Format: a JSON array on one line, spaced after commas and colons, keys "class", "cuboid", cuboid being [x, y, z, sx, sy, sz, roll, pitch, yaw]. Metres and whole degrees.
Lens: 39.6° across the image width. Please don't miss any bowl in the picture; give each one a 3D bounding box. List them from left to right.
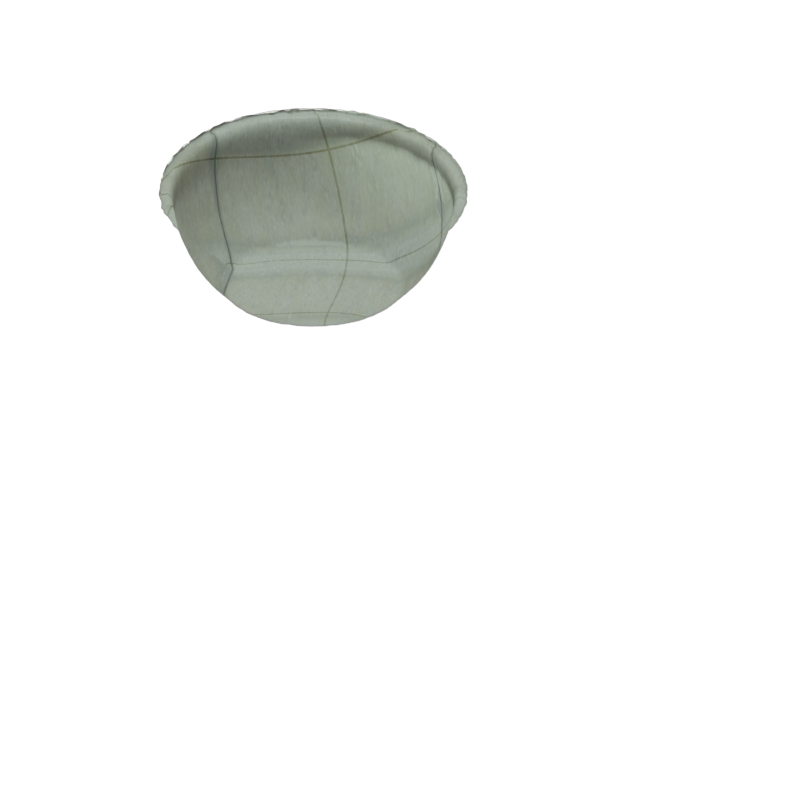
[{"class": "bowl", "cuboid": [-0.045, -0.081, 0.571, 0.162, 0.058, 0.153, 1, -24, -2]}]
